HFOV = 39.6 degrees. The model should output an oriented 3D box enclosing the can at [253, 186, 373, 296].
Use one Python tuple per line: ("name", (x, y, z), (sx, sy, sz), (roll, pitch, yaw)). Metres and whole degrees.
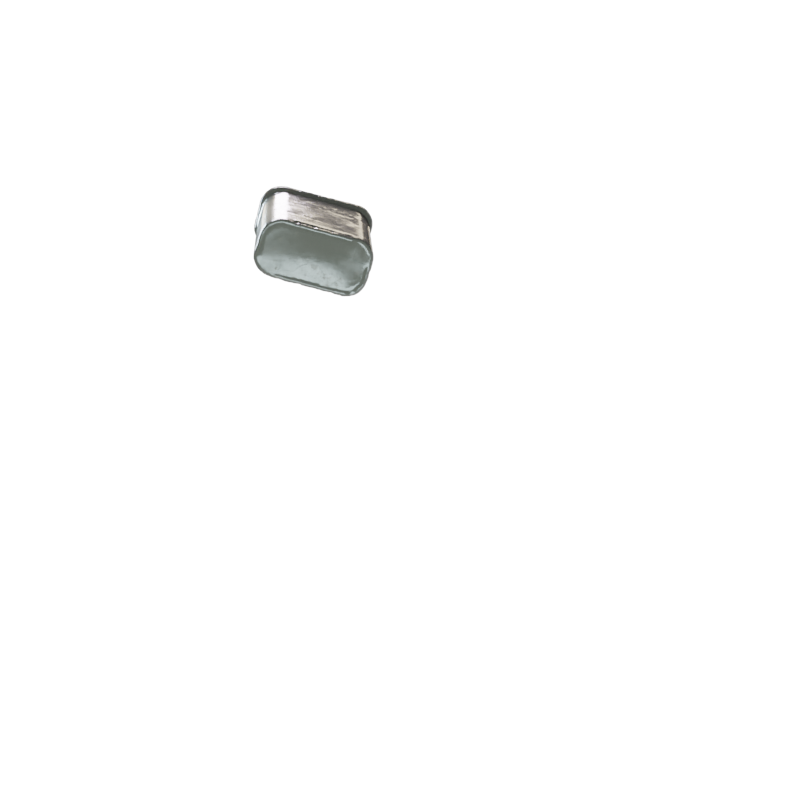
("can", (-0.074, -0.135, 0.943), (0.101, 0.055, 0.088), (14, 24, -8))
